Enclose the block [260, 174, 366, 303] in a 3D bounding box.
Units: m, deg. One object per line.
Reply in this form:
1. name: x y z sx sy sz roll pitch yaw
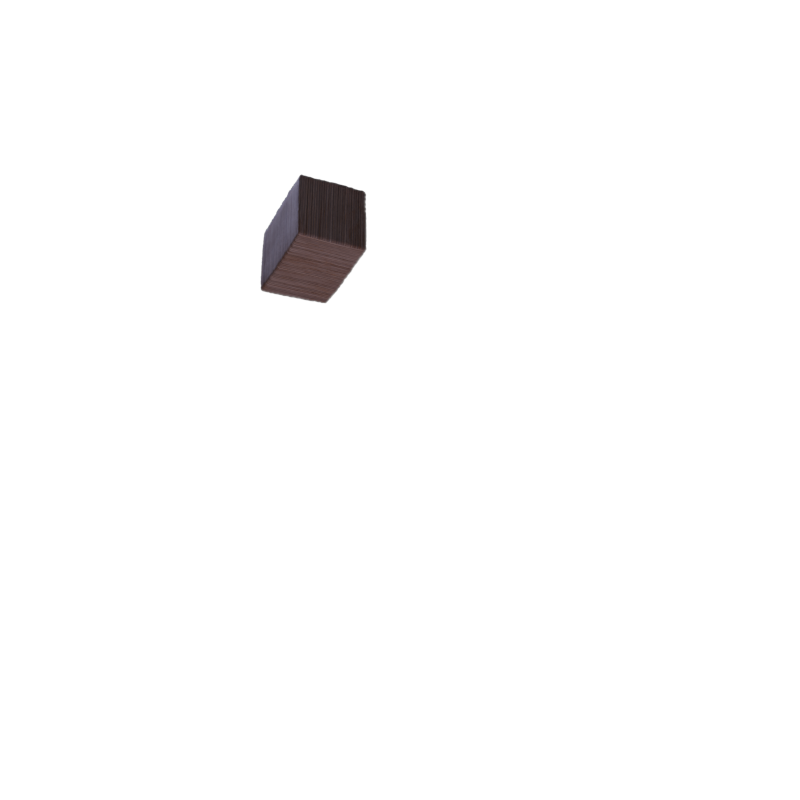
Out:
1. block: -0.062 -0.113 0.793 0.051 0.055 0.076 13 -34 -22
